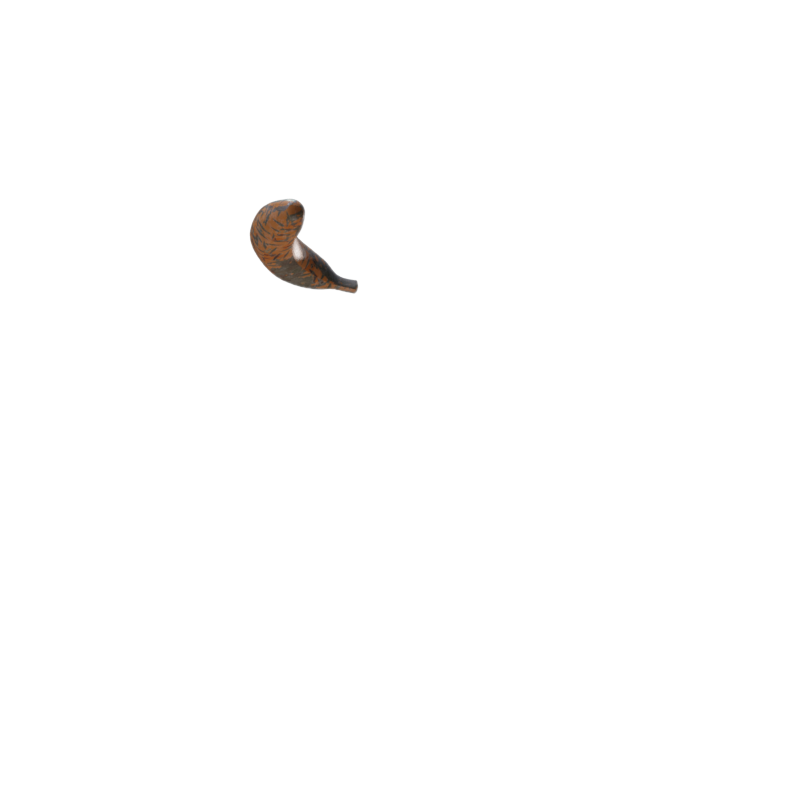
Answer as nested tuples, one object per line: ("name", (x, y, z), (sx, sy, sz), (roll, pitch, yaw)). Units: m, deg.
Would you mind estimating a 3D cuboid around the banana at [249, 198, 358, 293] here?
("banana", (-0.089, -0.128, 0.919), (0.071, 0.038, 0.188), (-3, -12, 12))
